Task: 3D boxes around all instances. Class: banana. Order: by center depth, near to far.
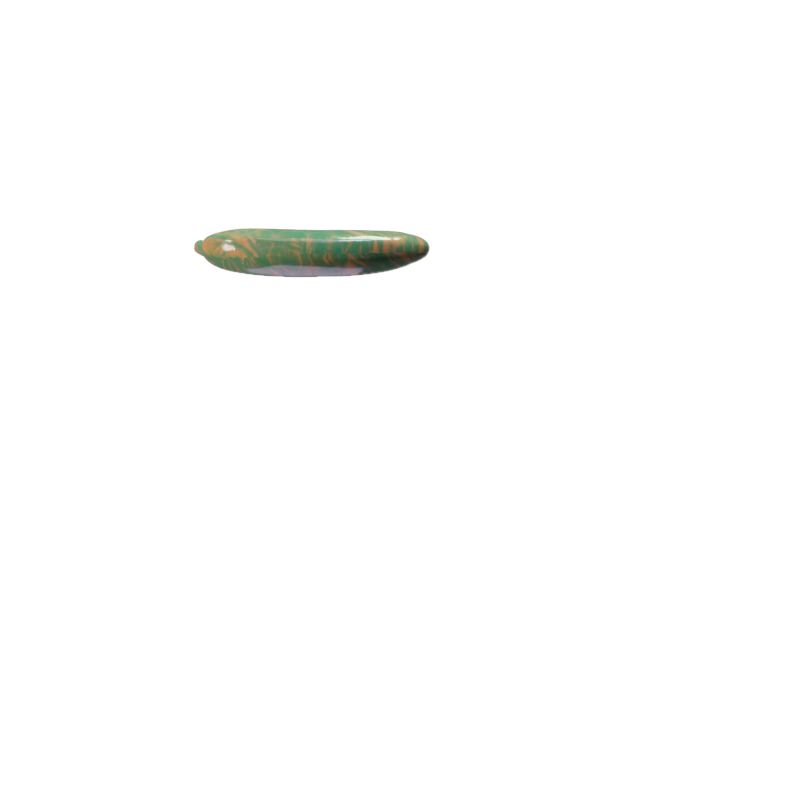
[{"bbox_3d":[-0.076,-0.123,0.896,0.199,0.035,0.072,3,23,6],"label":"banana"}]
